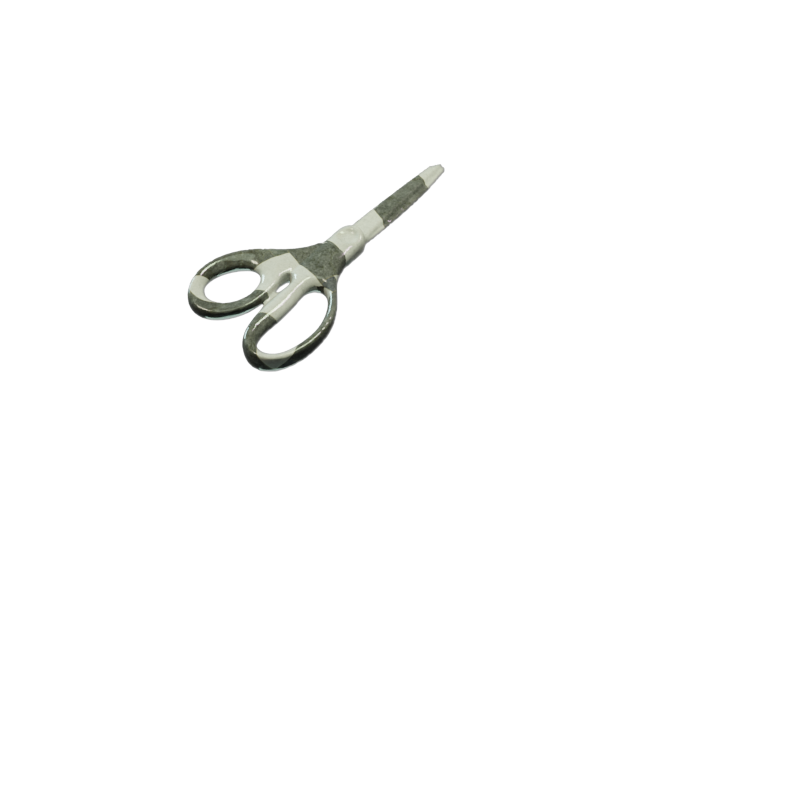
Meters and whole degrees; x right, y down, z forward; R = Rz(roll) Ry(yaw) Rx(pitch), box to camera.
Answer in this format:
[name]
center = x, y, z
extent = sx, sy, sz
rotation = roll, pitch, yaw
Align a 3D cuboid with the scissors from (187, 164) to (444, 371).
[scissors]
center = -0.052, -0.095, 0.666
extent = 0.099, 0.015, 0.210
rotation = 16, 48, 15
